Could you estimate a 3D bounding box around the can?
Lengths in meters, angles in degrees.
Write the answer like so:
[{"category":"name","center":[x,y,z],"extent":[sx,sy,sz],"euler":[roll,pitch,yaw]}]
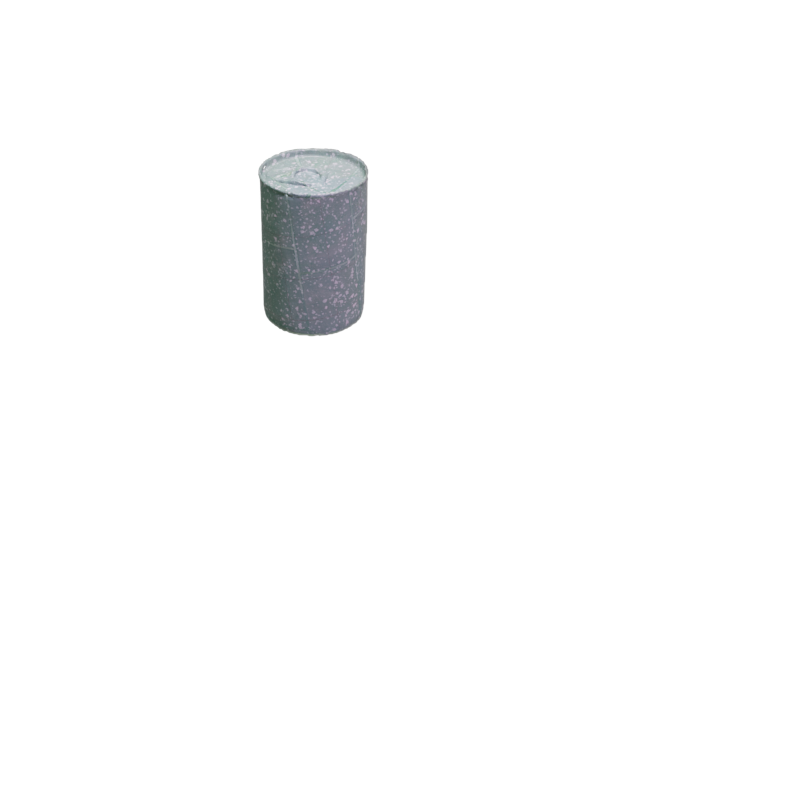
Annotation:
[{"category":"can","center":[-0.055,-0.101,0.707],"extent":[0.068,0.096,0.073],"euler":[0,32,-3]}]
